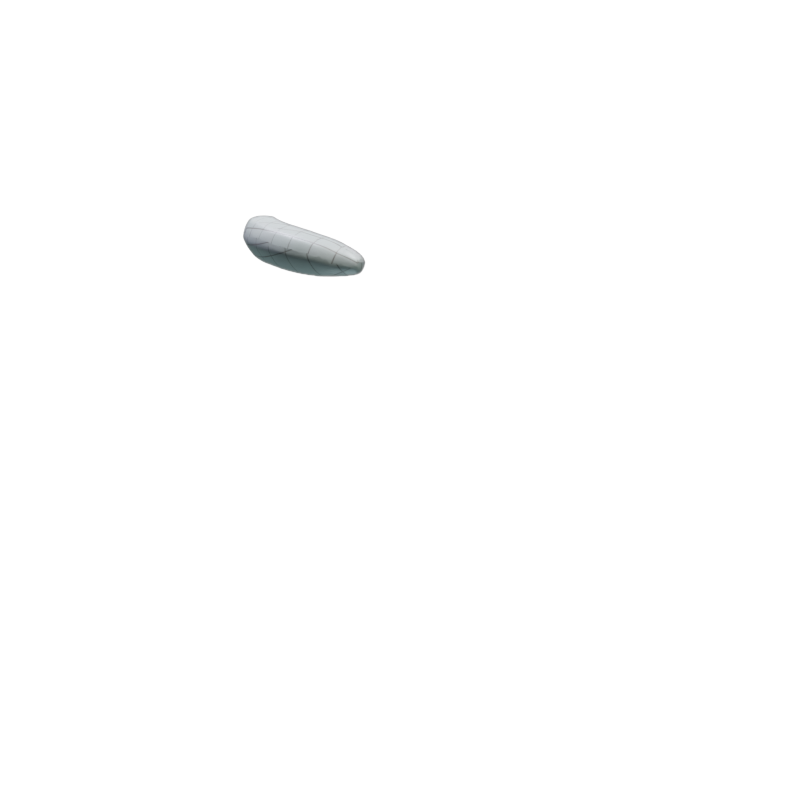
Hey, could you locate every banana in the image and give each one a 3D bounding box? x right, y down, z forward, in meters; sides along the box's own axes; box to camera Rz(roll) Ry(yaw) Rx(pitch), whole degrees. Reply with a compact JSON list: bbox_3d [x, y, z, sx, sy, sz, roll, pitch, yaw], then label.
[{"bbox_3d":[-0.093,-0.135,0.946,0.068,0.036,0.208,-5,17,-19],"label":"banana"}]
